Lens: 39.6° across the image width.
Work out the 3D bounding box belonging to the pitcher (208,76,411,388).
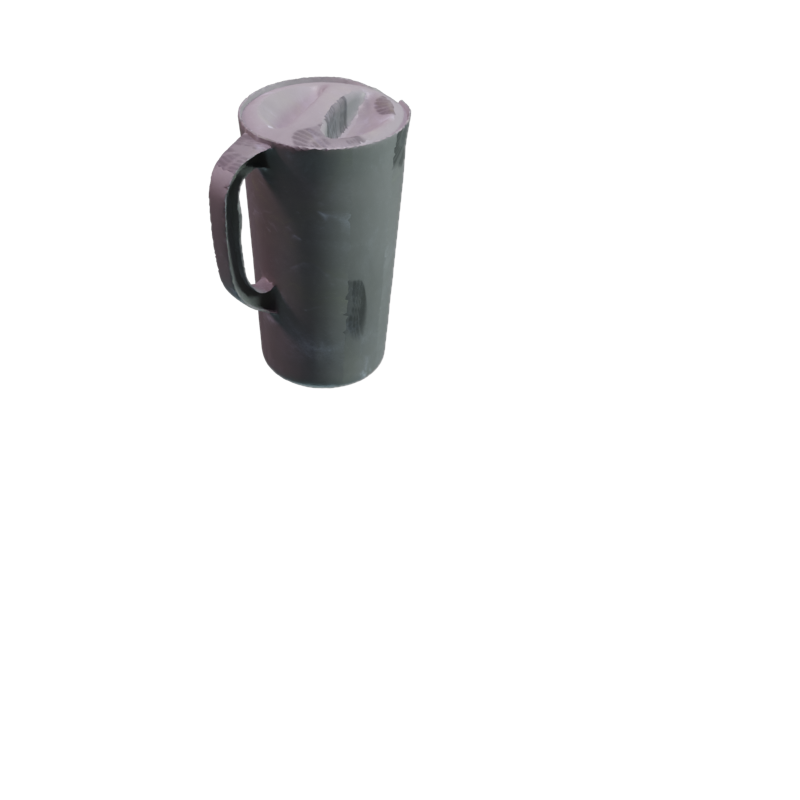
[{"bbox_3d":[-0.071,-0.129,0.905,0.149,0.228,0.154,2,34,0],"label":"pitcher"}]
